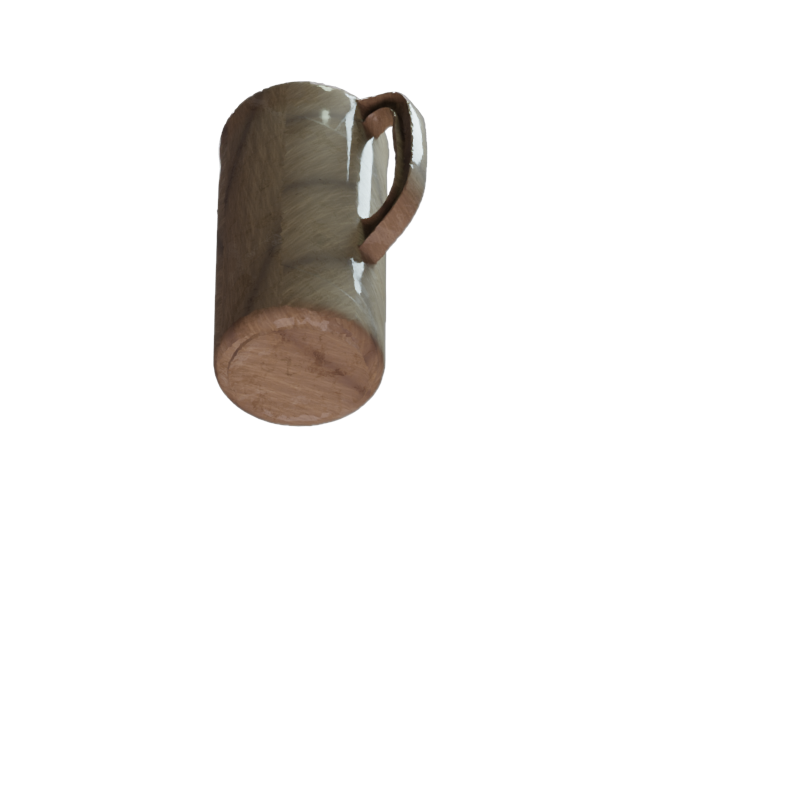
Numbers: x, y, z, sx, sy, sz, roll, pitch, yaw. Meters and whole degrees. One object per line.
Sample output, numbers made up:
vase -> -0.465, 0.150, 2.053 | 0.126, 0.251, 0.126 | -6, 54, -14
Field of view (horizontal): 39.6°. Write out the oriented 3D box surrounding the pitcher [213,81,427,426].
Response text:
pitcher -> -0.060, -0.110, 0.771 | 0.143, 0.140, 0.261 | 5, 44, -8
